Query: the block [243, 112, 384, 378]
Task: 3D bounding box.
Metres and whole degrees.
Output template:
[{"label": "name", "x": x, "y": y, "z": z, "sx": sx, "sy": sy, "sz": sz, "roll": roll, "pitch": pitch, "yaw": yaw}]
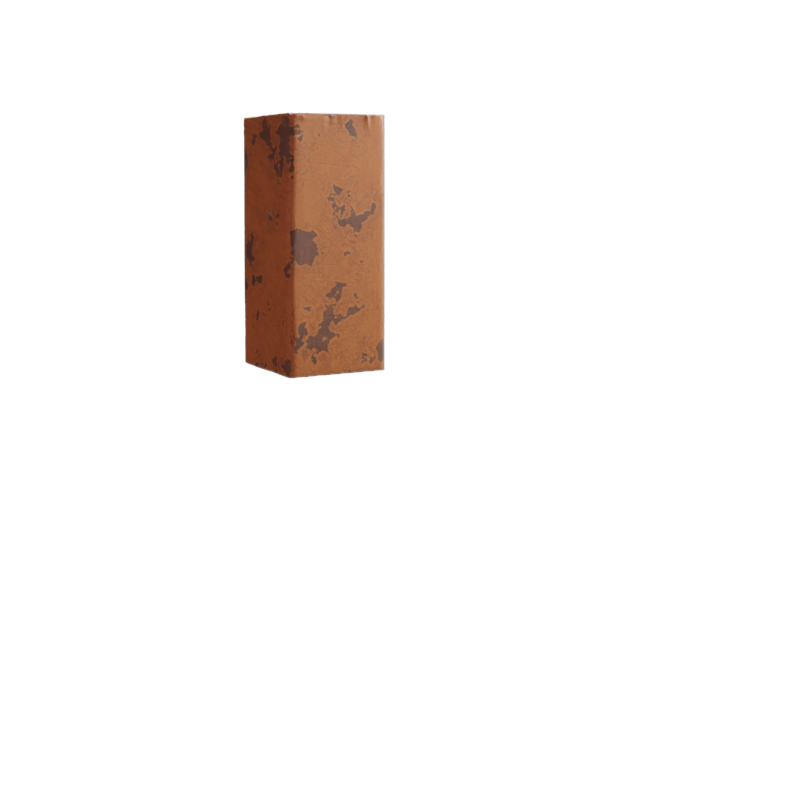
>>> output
[{"label": "block", "x": -0.071, "y": -0.130, "z": 0.911, "sx": 0.088, "sy": 0.204, "sz": 0.094, "roll": -2, "pitch": 5, "yaw": -29}]
